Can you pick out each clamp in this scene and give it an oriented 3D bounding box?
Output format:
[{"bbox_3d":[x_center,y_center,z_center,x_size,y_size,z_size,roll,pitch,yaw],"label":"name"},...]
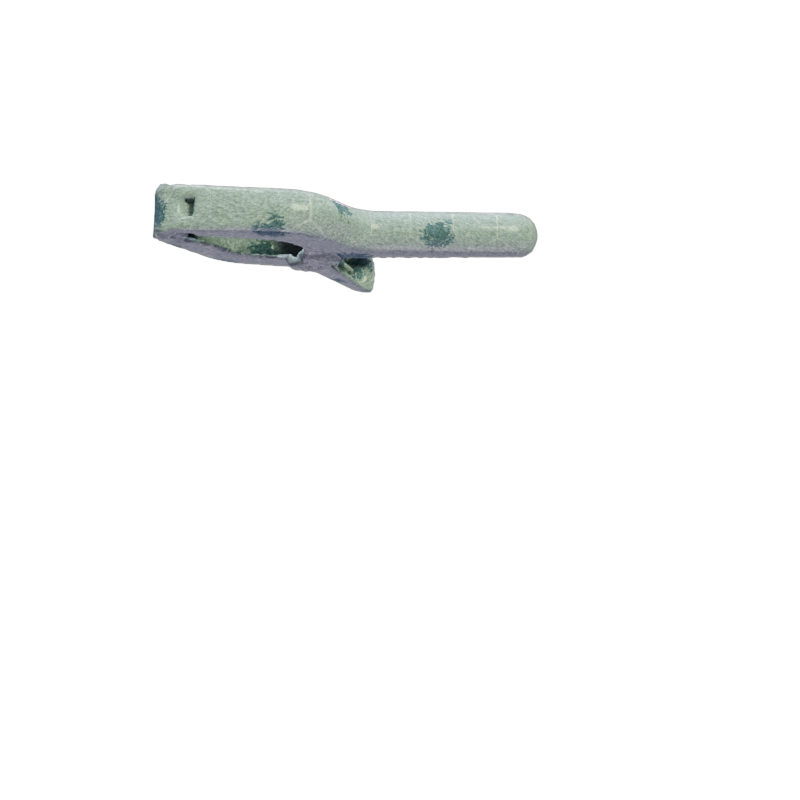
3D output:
[{"bbox_3d":[-0.051,-0.093,0.649,0.202,0.037,0.167,3,-7,-29],"label":"clamp"}]
